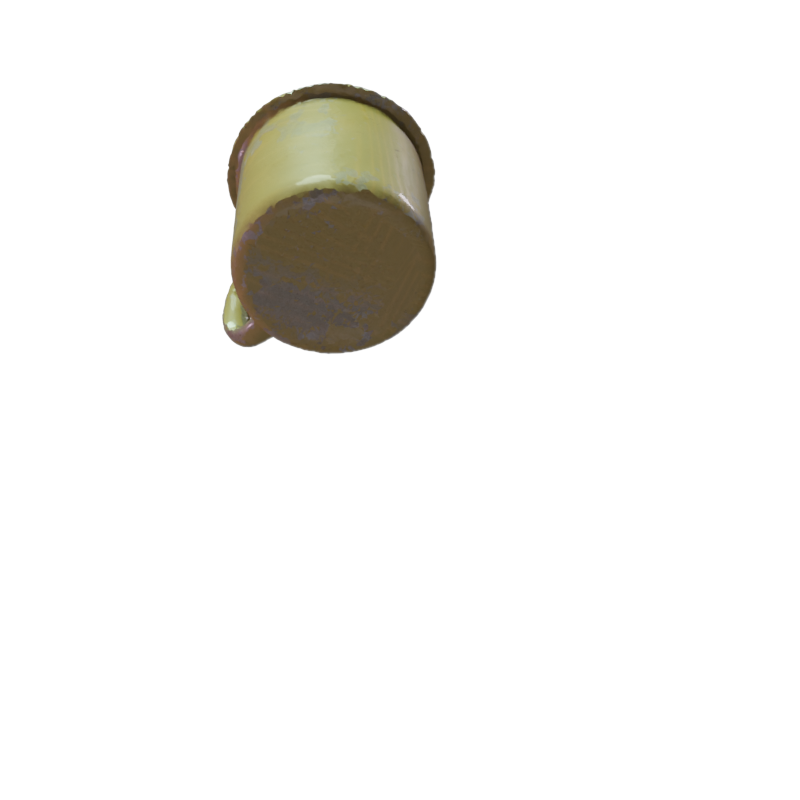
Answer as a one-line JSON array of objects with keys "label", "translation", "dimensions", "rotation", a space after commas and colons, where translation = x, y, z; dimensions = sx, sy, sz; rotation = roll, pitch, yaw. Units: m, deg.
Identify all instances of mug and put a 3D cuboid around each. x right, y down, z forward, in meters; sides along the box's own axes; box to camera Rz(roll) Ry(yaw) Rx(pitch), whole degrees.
[{"label": "mug", "translation": [-0.037, -0.067, 0.470], "dimensions": [0.088, 0.115, 0.087], "rotation": [37, 27, -25]}]
